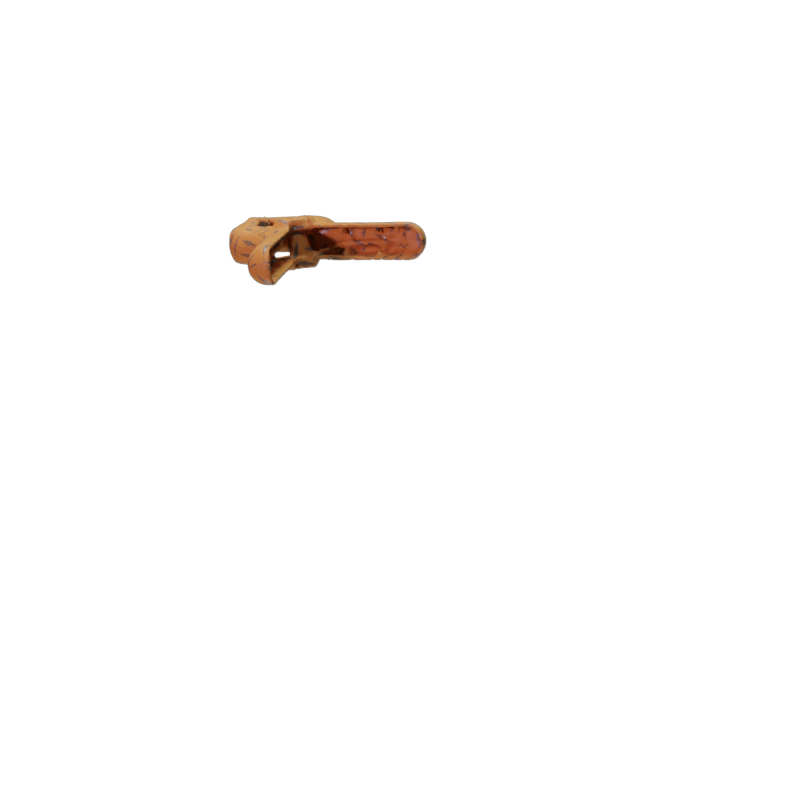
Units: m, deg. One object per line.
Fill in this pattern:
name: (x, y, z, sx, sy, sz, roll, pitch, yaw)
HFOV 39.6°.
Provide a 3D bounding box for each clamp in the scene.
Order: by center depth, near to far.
clamp: (-0.060, -0.109, 0.765, 0.118, 0.038, 0.180, -5, 17, -17)
